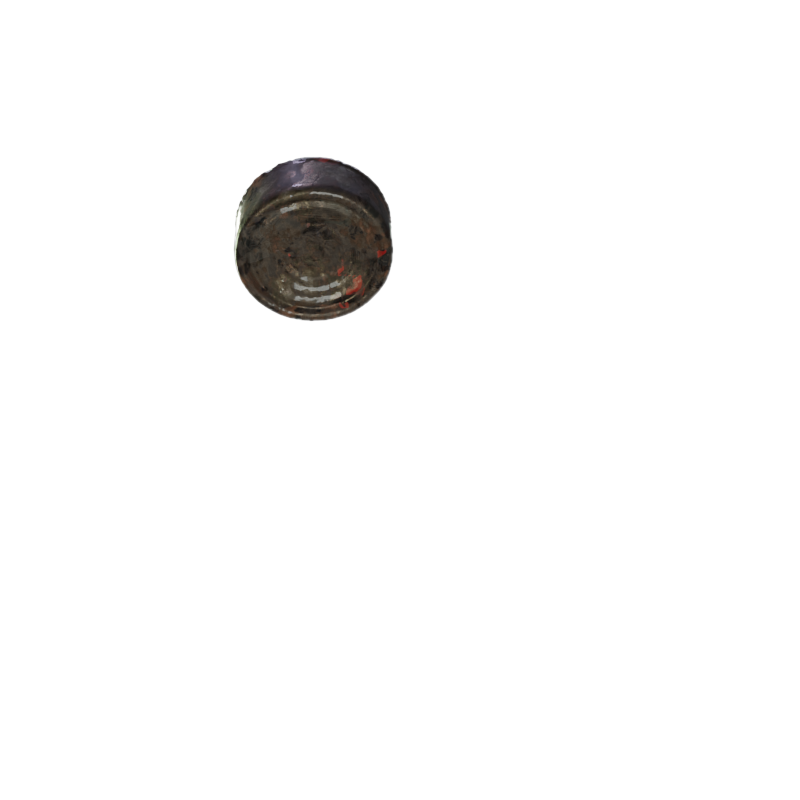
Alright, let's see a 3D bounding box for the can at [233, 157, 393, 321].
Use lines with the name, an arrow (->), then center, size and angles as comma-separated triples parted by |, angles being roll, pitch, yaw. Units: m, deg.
can -> -0.047, -0.085, 0.596 | 0.086, 0.080, 0.036 | 1, 35, -1
